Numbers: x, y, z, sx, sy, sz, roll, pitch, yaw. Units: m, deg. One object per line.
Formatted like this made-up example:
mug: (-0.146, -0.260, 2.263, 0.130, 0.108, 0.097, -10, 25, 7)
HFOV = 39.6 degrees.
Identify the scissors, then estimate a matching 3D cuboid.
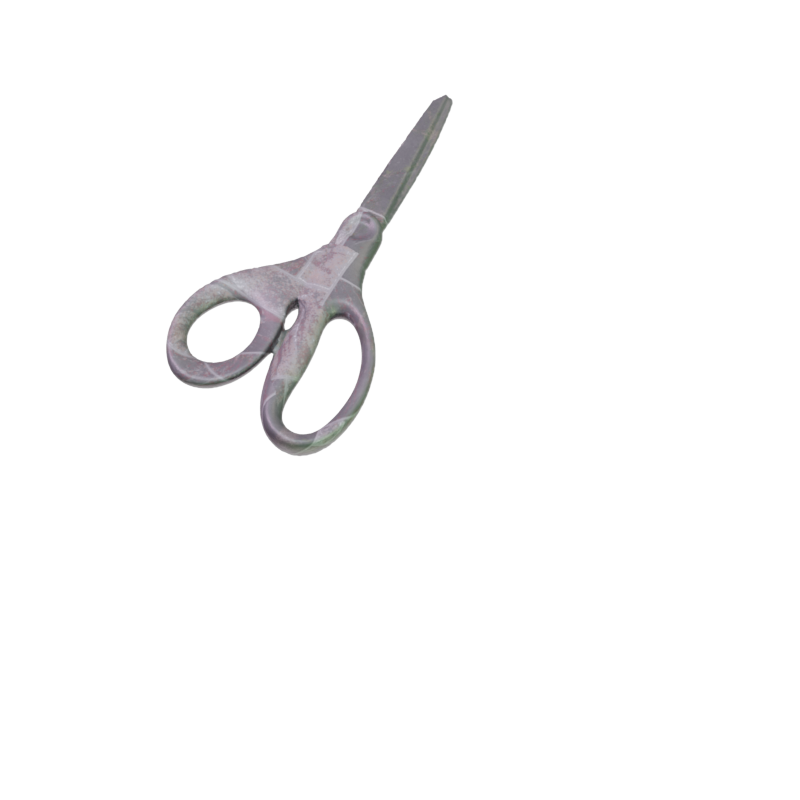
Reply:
scissors: (-0.039, -0.070, 0.492, 0.097, 0.213, 0.015, 8, -34, 6)
